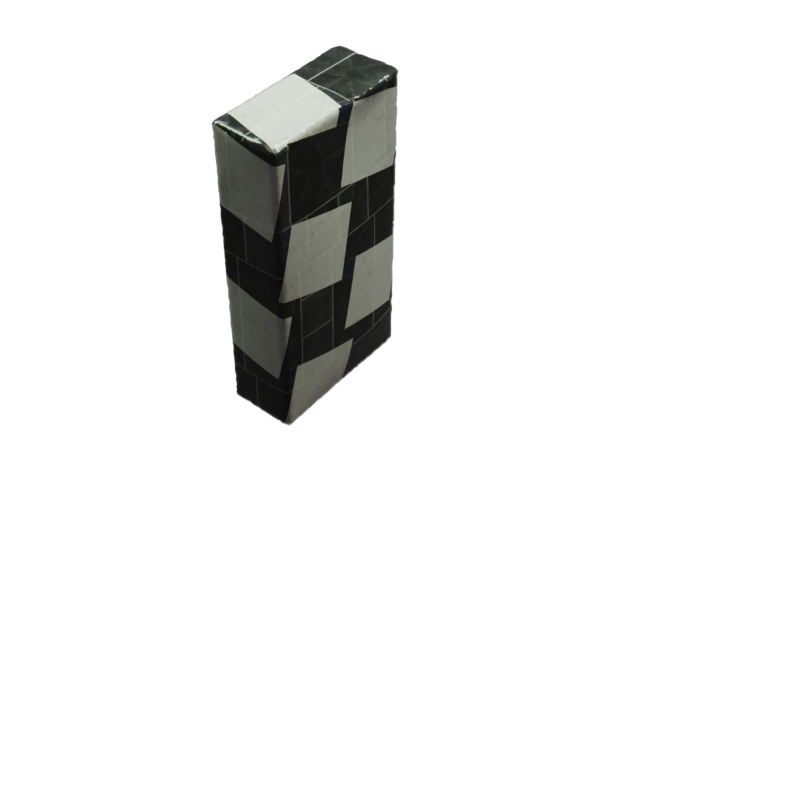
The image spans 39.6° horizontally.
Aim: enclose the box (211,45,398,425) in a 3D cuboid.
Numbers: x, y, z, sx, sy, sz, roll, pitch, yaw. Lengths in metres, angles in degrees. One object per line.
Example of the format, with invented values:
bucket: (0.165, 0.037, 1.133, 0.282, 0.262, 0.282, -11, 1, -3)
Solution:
box: (-0.044, -0.080, 0.564, 0.051, 0.164, 0.095, 29, 50, 24)
